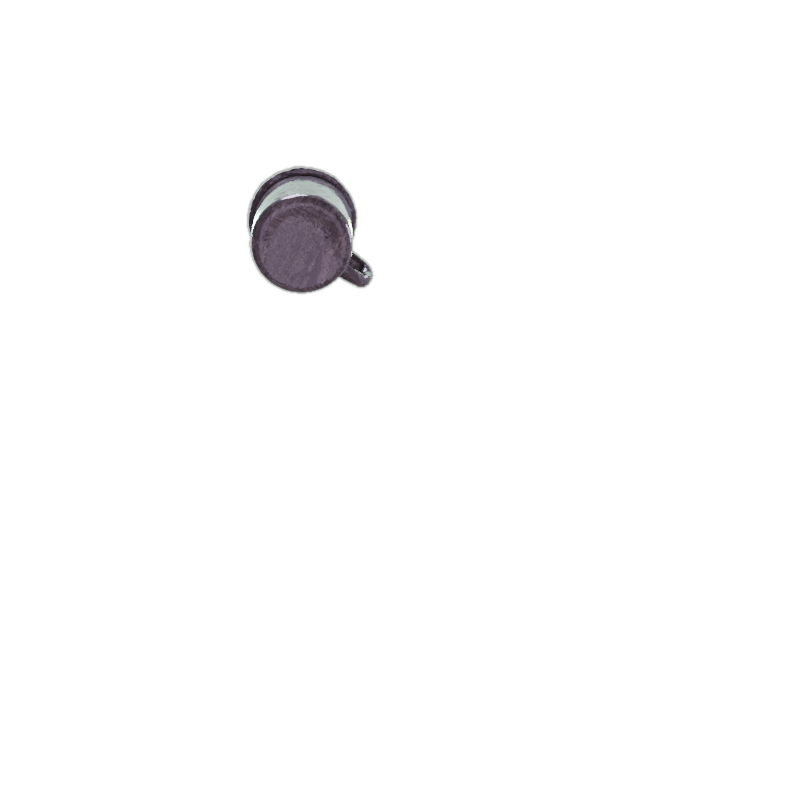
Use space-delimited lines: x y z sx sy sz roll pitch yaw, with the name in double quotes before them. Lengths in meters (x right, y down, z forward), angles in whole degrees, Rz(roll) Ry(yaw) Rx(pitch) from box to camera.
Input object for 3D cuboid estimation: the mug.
"mug" -0.072 -0.131 0.914 0.114 0.092 0.085 38 14 -13
